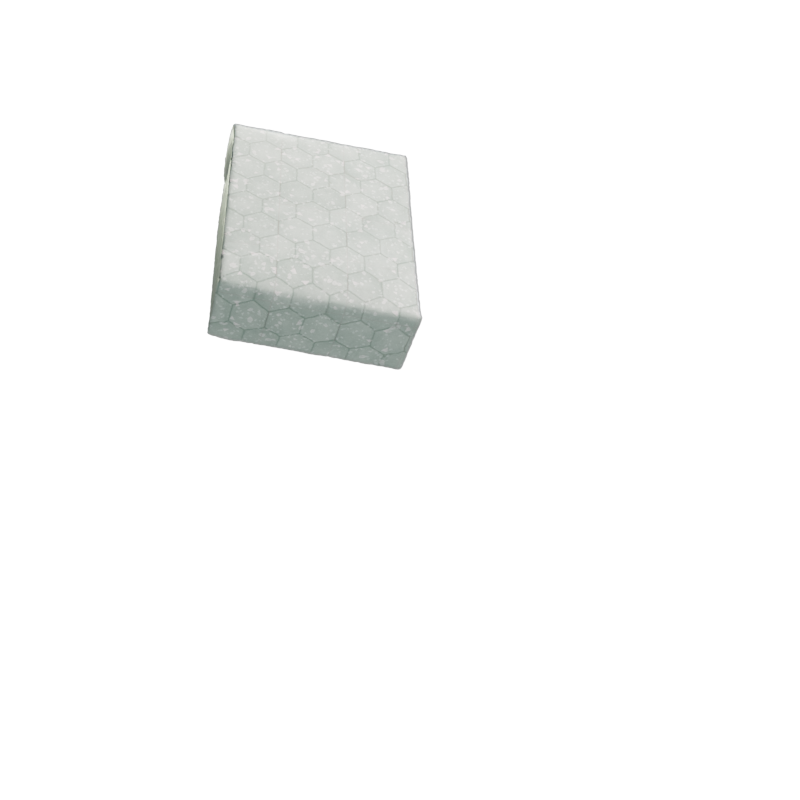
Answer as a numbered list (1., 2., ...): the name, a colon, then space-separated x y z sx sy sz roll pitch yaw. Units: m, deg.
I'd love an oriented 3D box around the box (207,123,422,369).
1. box: -0.074 -0.135 0.946 0.161 0.068 0.230 8 43 -11
